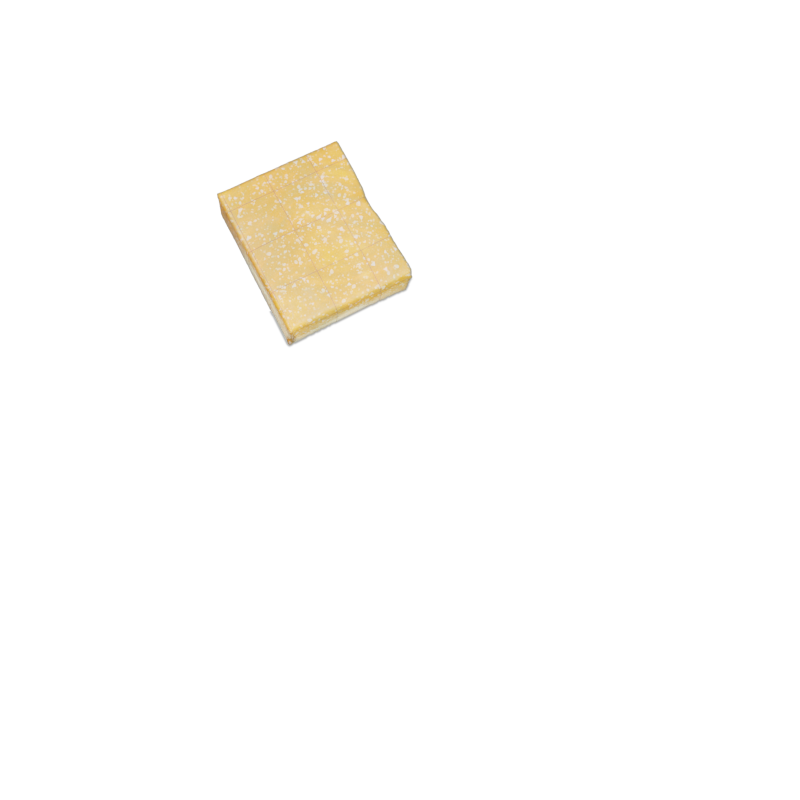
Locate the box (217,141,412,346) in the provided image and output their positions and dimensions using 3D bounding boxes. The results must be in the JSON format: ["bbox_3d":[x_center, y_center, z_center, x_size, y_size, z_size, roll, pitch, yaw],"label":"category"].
[{"bbox_3d":[-0.046,-0.085,0.594,0.073,0.094,0.029,-26,-18,-10],"label":"box"}]
